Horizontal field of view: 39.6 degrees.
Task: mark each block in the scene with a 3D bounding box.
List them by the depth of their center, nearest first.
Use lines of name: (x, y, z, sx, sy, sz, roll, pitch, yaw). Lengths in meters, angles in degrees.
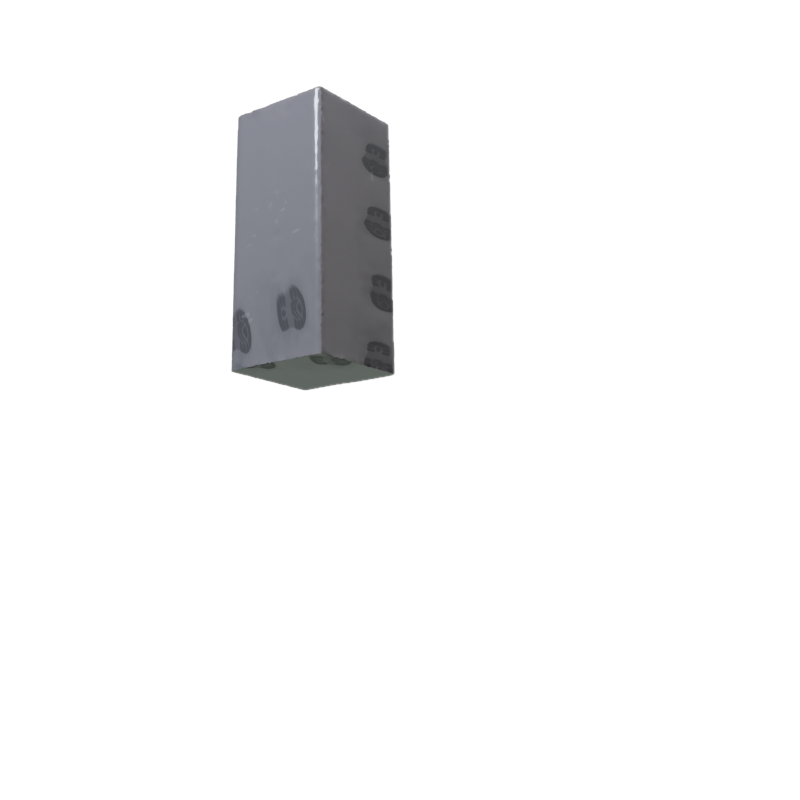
block: (-0.067, -0.121, 0.852, 0.092, 0.215, 0.085, -14, -22, 35)
